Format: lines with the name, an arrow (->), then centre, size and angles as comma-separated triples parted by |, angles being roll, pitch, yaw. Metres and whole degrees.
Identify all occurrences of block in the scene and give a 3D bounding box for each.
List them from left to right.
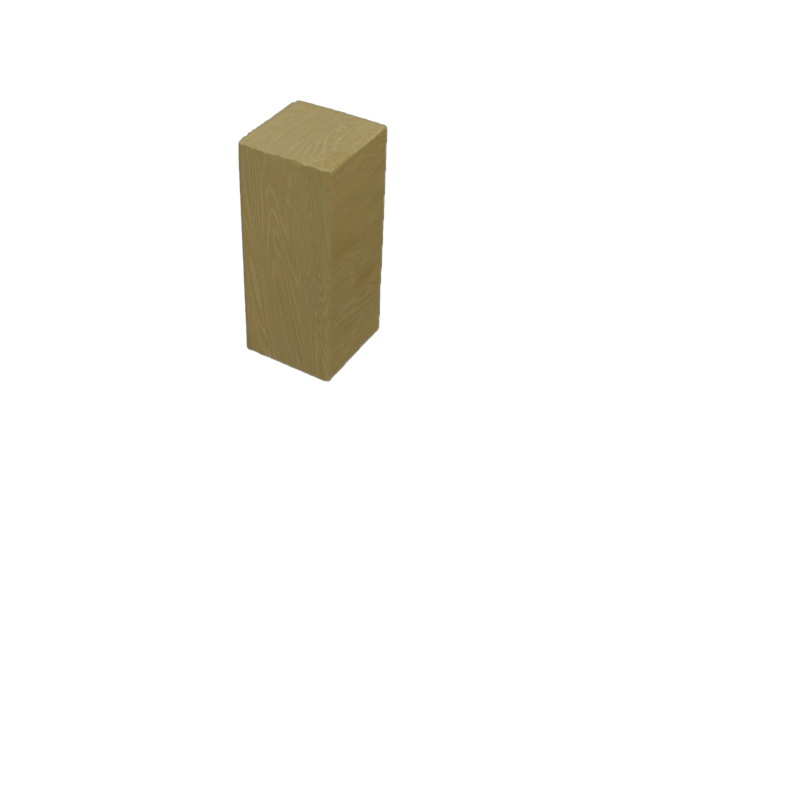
block -> -0.073, -0.133, 0.930 | 0.094, 0.193, 0.093 | 21, 41, 22
